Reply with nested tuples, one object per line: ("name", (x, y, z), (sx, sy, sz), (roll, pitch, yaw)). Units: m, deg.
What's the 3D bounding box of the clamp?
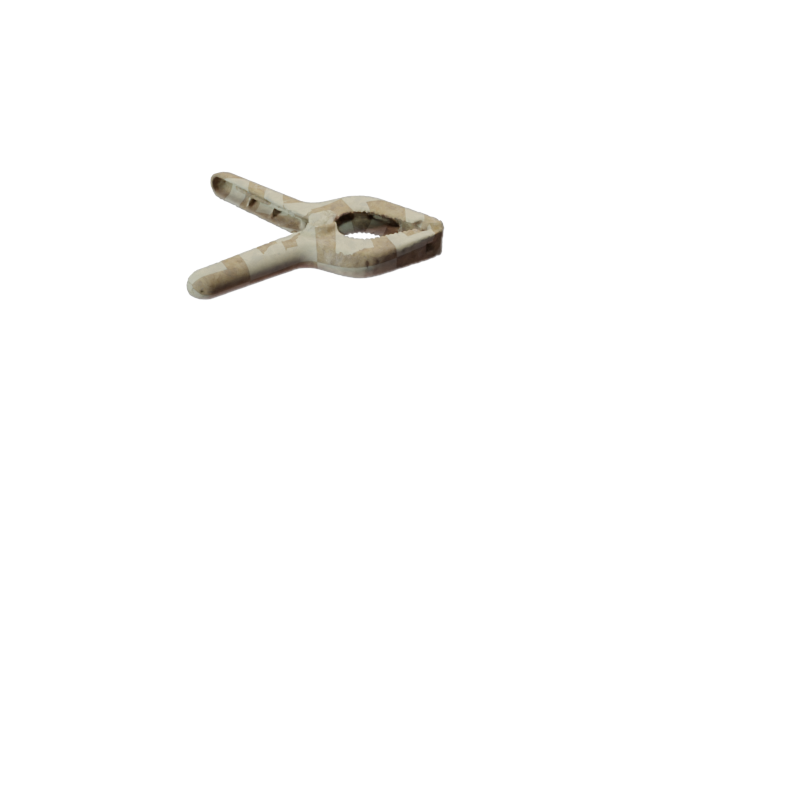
("clamp", (-0.071, -0.130, 0.912), (0.212, 0.034, 0.174), (5, 42, 6))
